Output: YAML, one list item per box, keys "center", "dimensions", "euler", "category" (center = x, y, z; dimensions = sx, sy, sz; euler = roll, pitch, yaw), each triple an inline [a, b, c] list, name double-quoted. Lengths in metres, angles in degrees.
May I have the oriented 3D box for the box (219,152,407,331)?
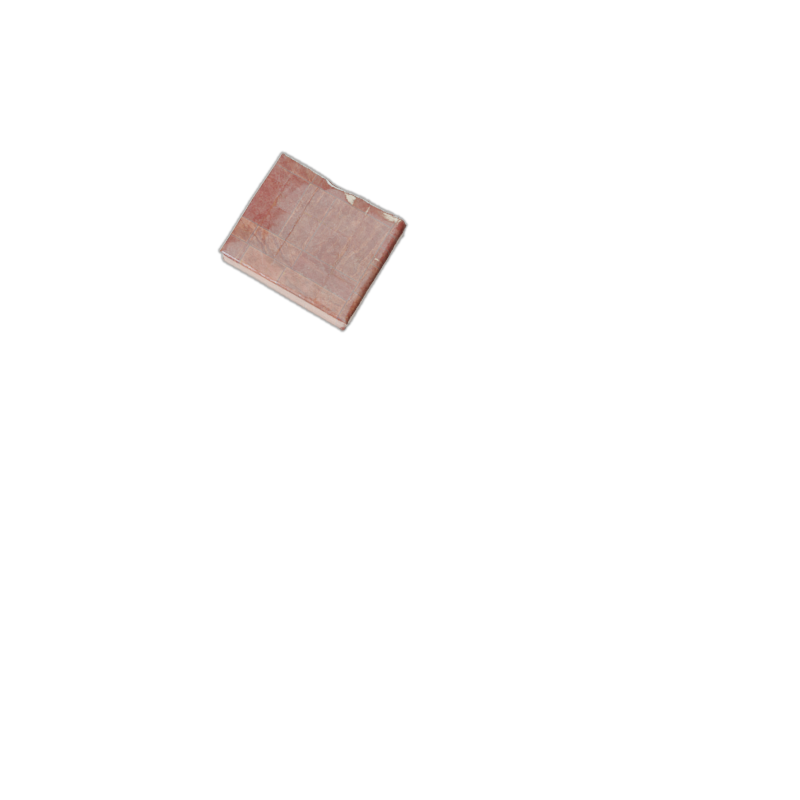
- center: [-0.052, -0.095, 0.669]
  dimensions: [0.091, 0.074, 0.029]
  euler: [30, -12, 6]
  category: "box"
